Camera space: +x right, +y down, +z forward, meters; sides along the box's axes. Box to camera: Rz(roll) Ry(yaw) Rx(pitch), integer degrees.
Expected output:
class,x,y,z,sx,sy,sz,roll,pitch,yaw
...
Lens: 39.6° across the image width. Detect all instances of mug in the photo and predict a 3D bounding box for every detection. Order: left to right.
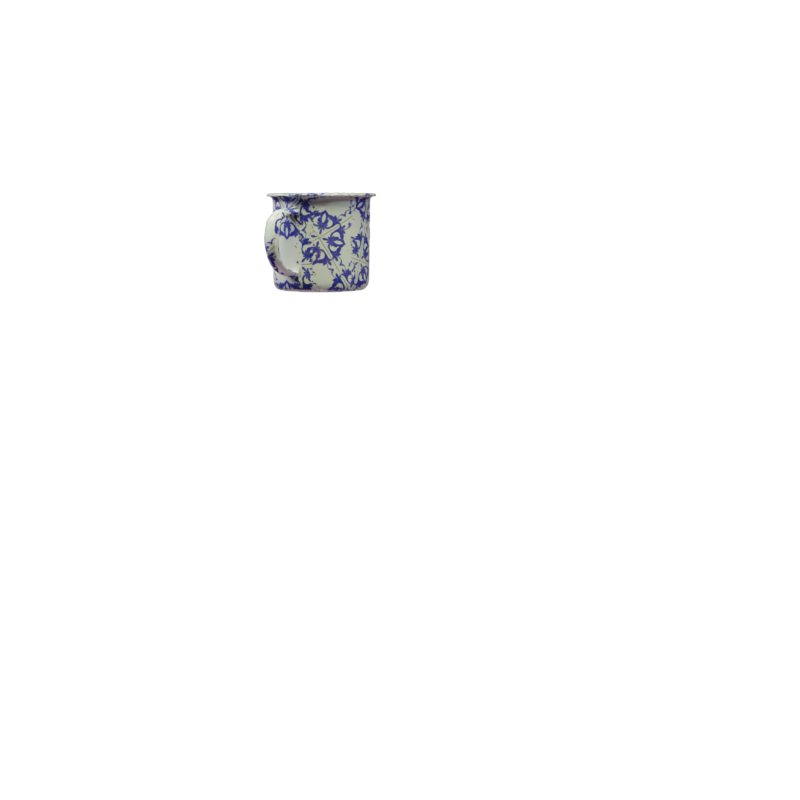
class,x,y,z,sx,sy,sz,roll,pitch,yaw
mug,-0.073,-0.133,0.930,0.097,0.081,0.114,4,8,31
